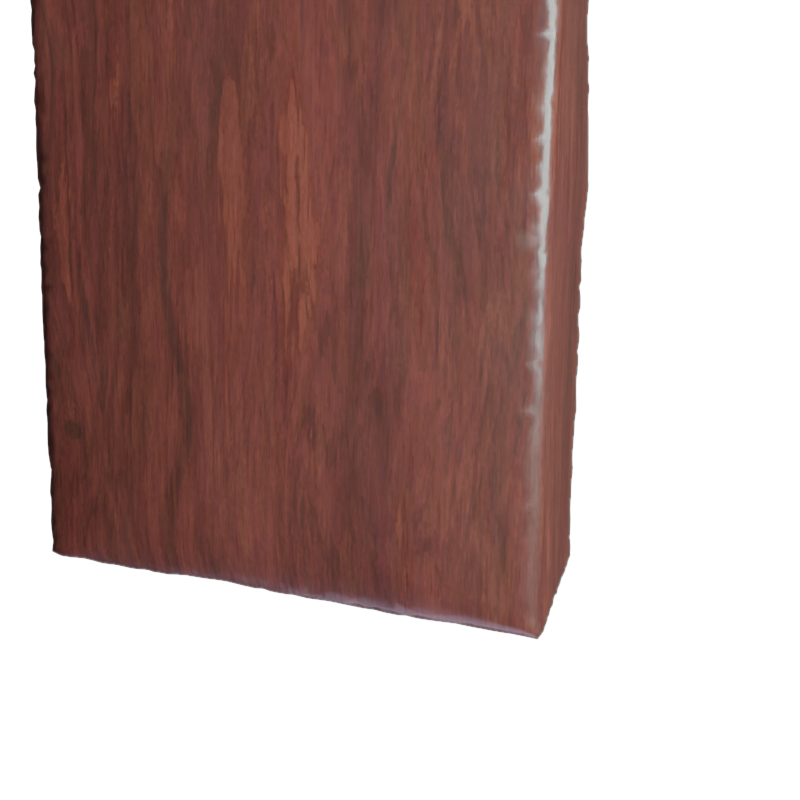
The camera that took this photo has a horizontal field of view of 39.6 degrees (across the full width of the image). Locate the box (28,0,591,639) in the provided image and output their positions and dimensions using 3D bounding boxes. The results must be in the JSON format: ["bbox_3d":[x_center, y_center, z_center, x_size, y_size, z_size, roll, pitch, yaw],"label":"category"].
[{"bbox_3d":[-0.028,-0.050,0.353,0.169,0.209,0.071,5,10,19],"label":"box"}]
